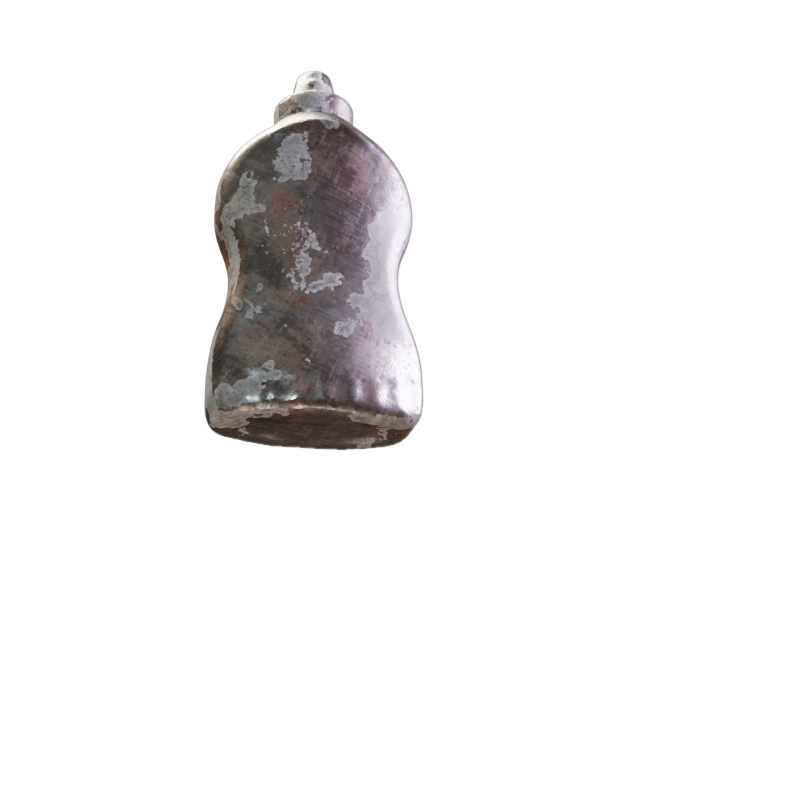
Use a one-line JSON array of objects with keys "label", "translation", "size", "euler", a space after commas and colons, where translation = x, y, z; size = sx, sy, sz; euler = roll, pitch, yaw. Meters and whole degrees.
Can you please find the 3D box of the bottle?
[{"label": "bottle", "translation": [-0.042, -0.076, 0.533], "size": [0.095, 0.203, 0.056], "euler": [3, -27, -9]}]
